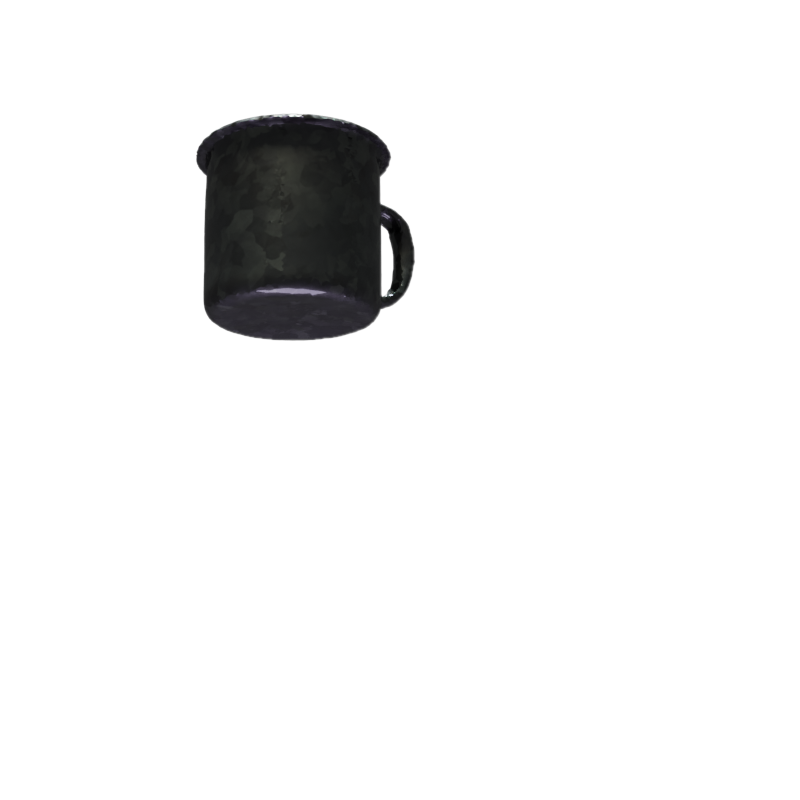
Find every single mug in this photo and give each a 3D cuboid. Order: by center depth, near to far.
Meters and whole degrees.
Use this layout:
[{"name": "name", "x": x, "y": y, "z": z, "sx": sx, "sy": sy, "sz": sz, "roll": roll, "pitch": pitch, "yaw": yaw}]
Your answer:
[{"name": "mug", "x": -0.041, "y": -0.075, "z": 0.524, "sx": 0.111, "sy": 0.085, "sz": 0.094, "roll": 12, "pitch": -21, "yaw": -38}]
